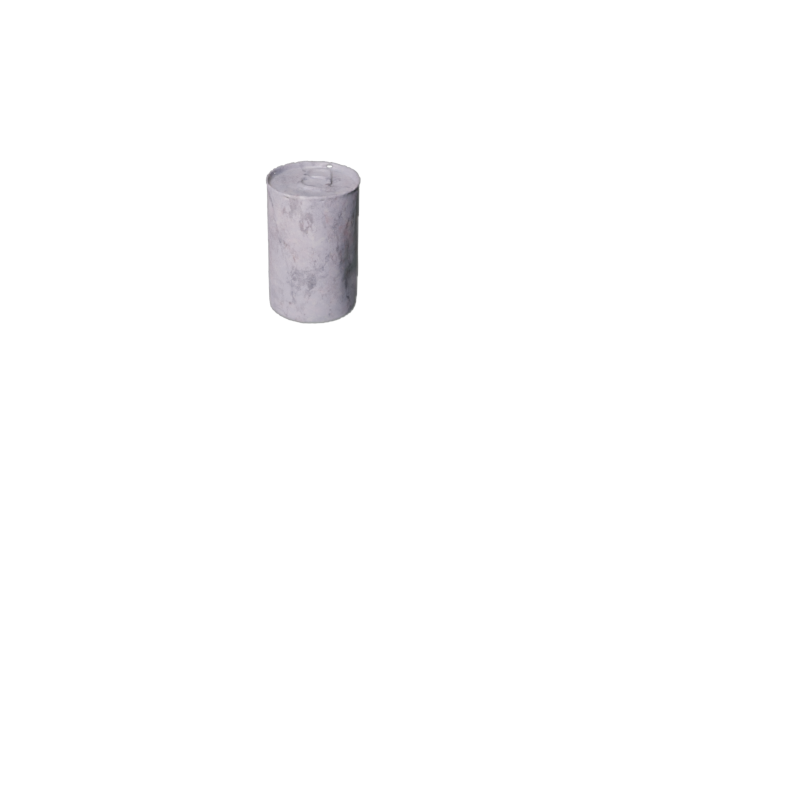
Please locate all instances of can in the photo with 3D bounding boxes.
[{"bbox_3d":[-0.064,-0.116,0.813,0.068,0.096,0.073,0,30,-2],"label":"can"}]
